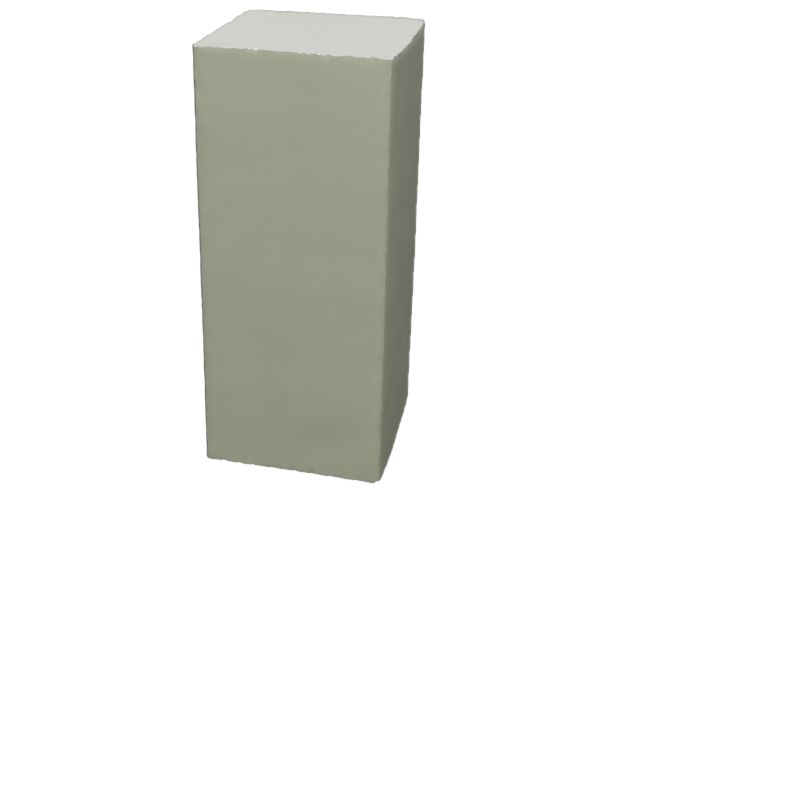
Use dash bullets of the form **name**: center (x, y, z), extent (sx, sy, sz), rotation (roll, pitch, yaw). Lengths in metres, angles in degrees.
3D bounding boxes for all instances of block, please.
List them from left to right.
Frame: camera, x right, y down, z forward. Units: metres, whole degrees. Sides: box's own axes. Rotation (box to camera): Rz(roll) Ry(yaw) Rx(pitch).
- **block**: center (-0.042, -0.077, 0.539), extent (0.092, 0.196, 0.093), rotation (6, 25, 10)
